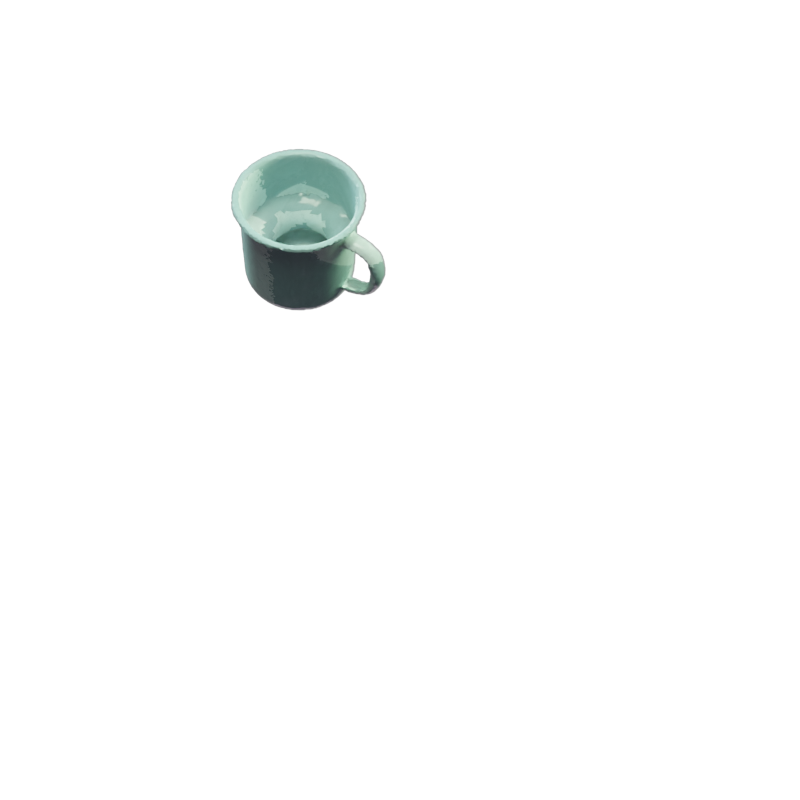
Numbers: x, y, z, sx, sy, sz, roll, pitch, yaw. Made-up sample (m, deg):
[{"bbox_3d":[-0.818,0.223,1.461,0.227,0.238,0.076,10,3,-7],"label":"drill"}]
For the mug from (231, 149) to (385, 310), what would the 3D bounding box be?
[{"bbox_3d":[-0.062,-0.112,0.787,0.122,0.096,0.076,27,-31,17],"label":"mug"}]
